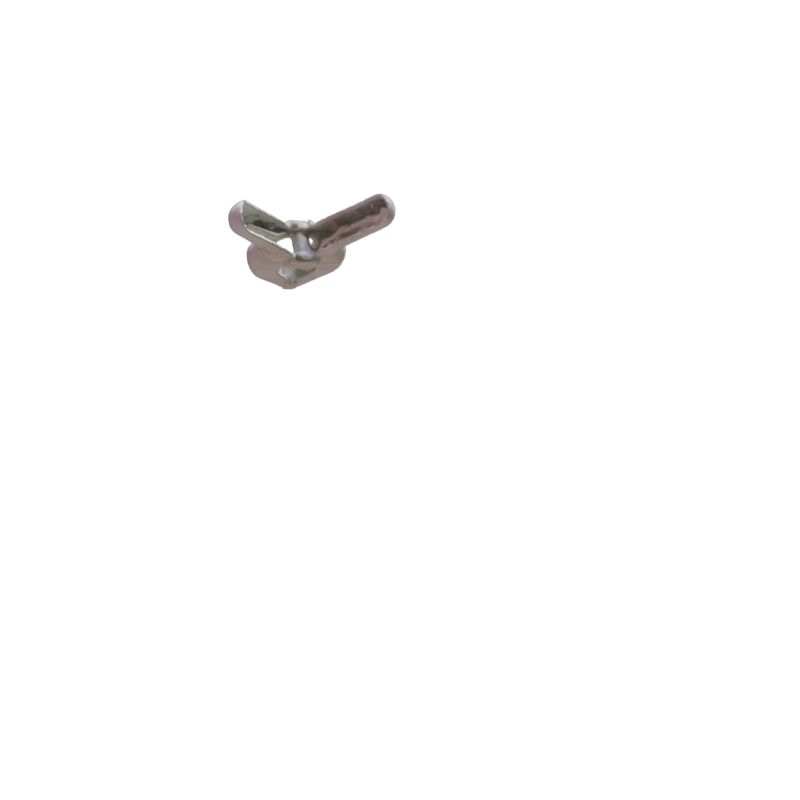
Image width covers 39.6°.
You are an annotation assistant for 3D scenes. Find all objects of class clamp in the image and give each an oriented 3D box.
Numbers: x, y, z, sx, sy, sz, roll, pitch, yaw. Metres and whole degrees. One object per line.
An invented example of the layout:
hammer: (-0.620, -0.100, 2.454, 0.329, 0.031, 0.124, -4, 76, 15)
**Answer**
clamp: (-0.067, -0.123, 0.858, 0.120, 0.040, 0.167, 0, -8, -2)
